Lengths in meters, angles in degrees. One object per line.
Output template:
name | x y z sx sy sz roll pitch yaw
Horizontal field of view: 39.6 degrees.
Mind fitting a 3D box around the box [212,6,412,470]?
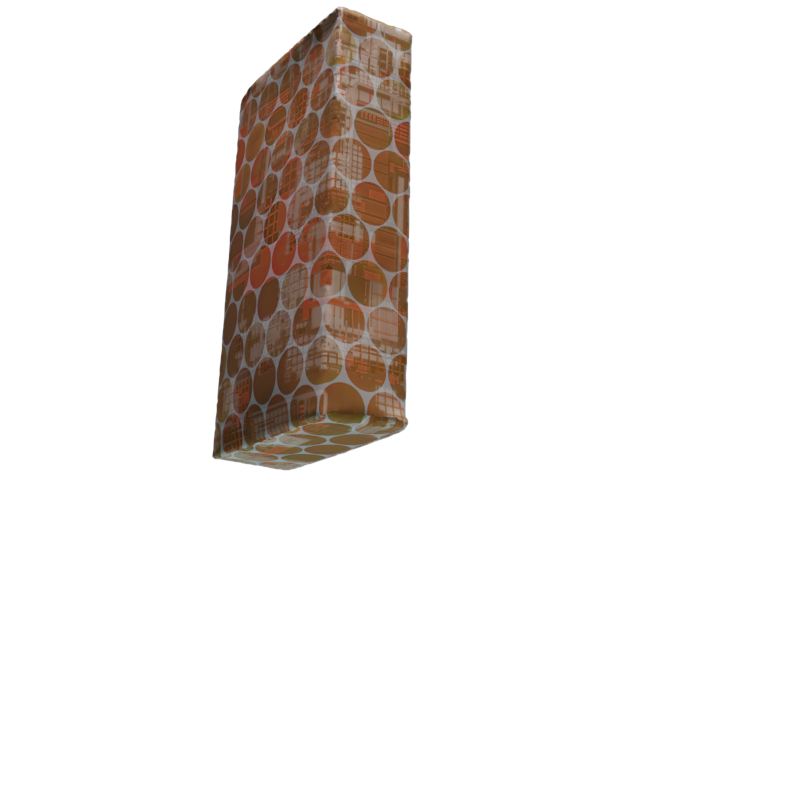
box | -0.037 -0.067 0.469 0.046 0.185 0.093 12 -24 -32
